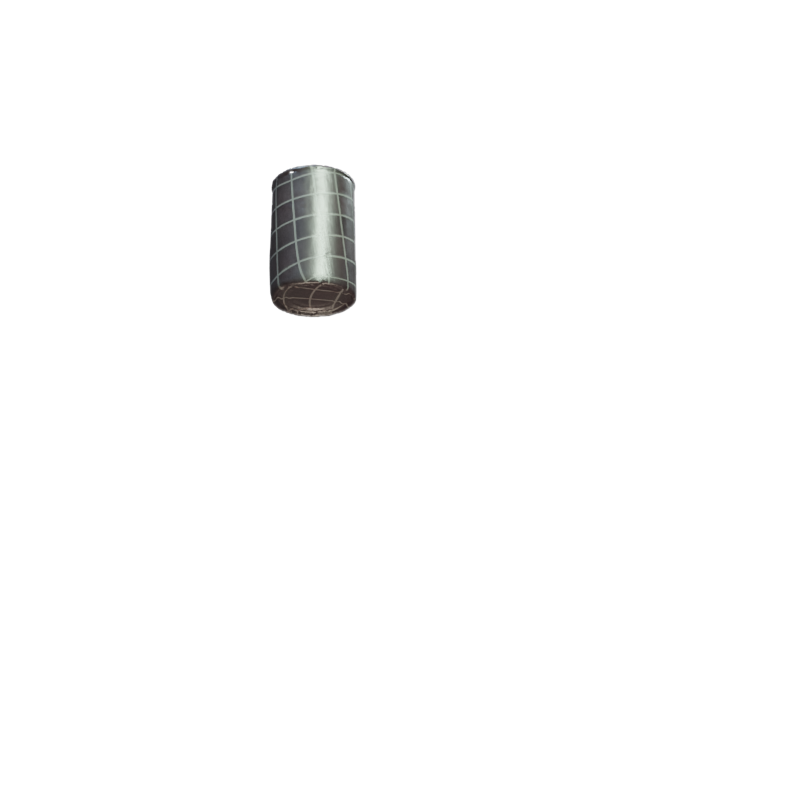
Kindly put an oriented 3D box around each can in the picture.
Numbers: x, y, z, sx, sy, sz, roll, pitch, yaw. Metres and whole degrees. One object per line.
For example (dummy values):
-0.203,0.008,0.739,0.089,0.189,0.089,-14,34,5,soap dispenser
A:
-0.068,-0.125,0.874,0.068,0.108,0.065,0,-25,-2,can
